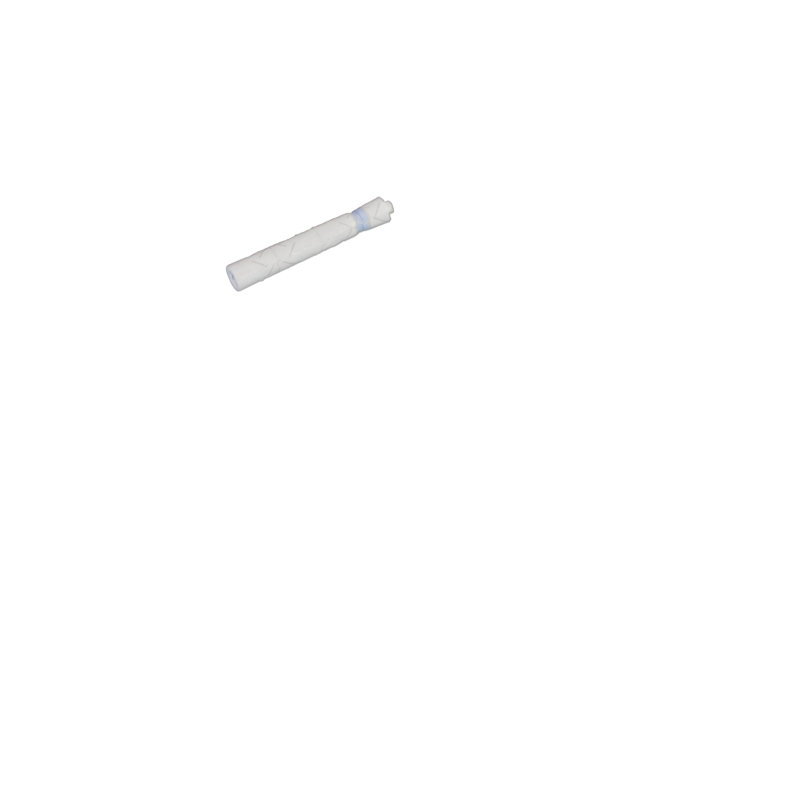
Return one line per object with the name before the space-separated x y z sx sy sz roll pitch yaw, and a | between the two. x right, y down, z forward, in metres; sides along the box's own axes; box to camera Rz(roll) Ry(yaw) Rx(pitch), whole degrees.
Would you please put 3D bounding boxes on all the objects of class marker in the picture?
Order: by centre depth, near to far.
marker | -0.057 -0.105 0.733 0.121 0.019 0.020 -27 13 -17
